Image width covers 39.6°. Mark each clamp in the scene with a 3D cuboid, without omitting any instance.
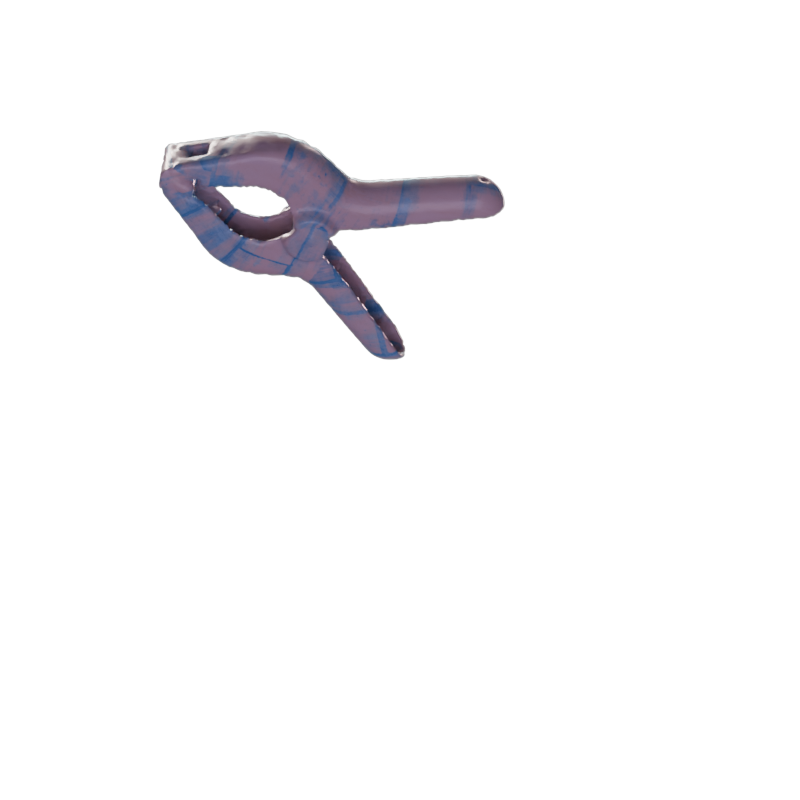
[{"bbox_3d":[-0.045,-0.082,0.575,0.169,0.115,0.042,15,28,-9],"label":"clamp"}]
